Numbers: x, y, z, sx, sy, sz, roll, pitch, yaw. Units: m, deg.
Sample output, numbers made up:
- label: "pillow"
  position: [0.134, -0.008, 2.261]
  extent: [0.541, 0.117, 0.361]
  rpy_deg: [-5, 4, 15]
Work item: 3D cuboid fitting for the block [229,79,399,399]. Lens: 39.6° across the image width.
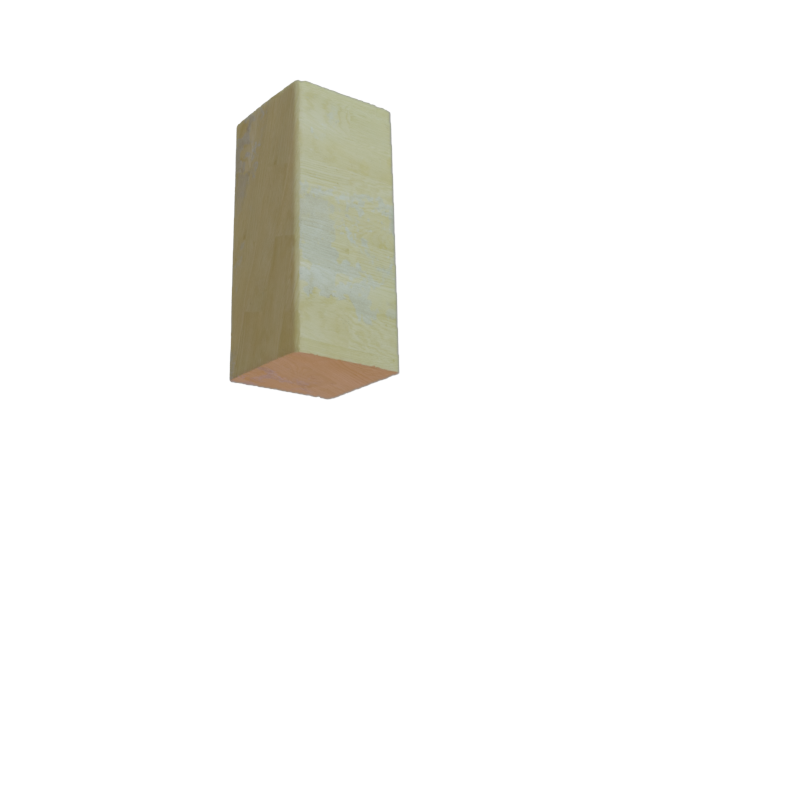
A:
- label: "block"
  position: [-0.064, -0.117, 0.815]
  extent: [0.086, 0.217, 0.090]
  rpy_deg: [14, -26, -35]
